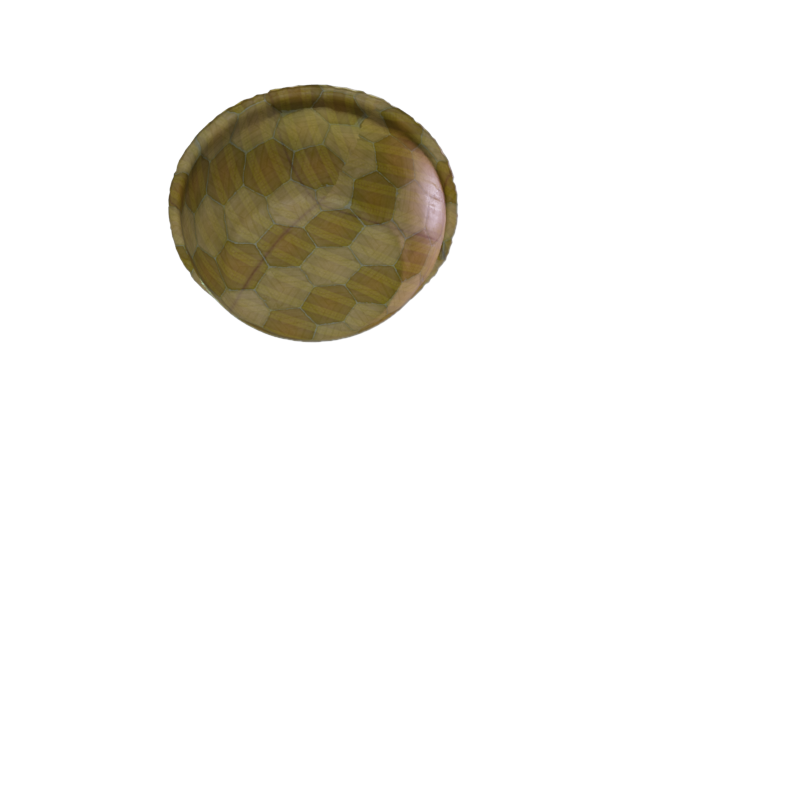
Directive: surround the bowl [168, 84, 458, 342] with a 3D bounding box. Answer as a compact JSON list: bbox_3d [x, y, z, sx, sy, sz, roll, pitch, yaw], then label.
[{"bbox_3d":[-0.047,-0.085,0.596,0.162,0.152,0.059,1,37,-1],"label":"bowl"}]
